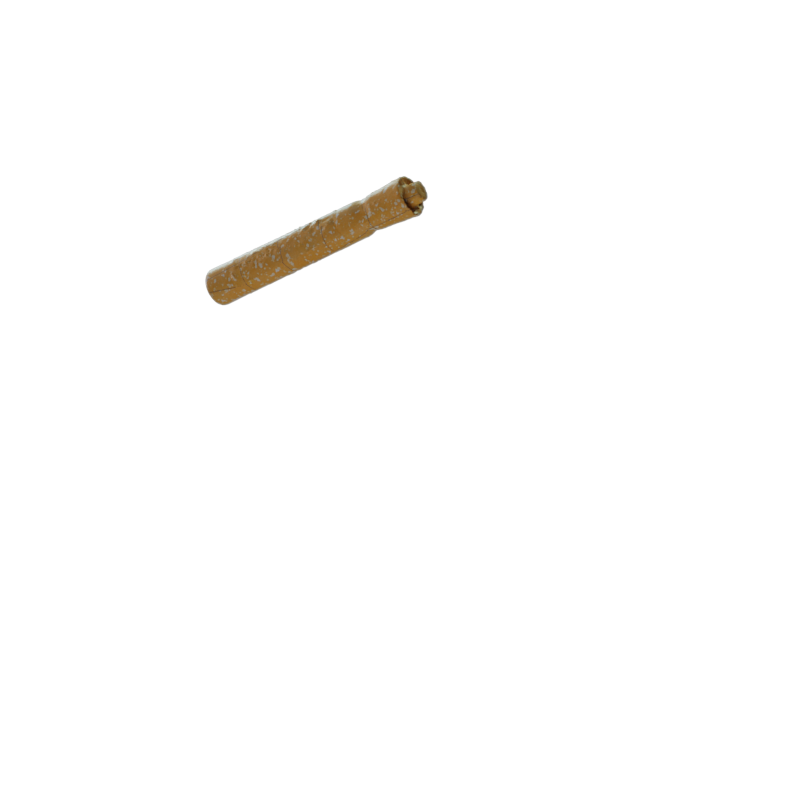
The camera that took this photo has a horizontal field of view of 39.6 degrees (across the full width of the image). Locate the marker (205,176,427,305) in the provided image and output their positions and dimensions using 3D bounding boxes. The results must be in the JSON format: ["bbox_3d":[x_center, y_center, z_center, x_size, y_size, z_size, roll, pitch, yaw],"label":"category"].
[{"bbox_3d":[-0.040,-0.072,0.506,0.122,0.020,0.019,-20,-7,32],"label":"marker"}]
